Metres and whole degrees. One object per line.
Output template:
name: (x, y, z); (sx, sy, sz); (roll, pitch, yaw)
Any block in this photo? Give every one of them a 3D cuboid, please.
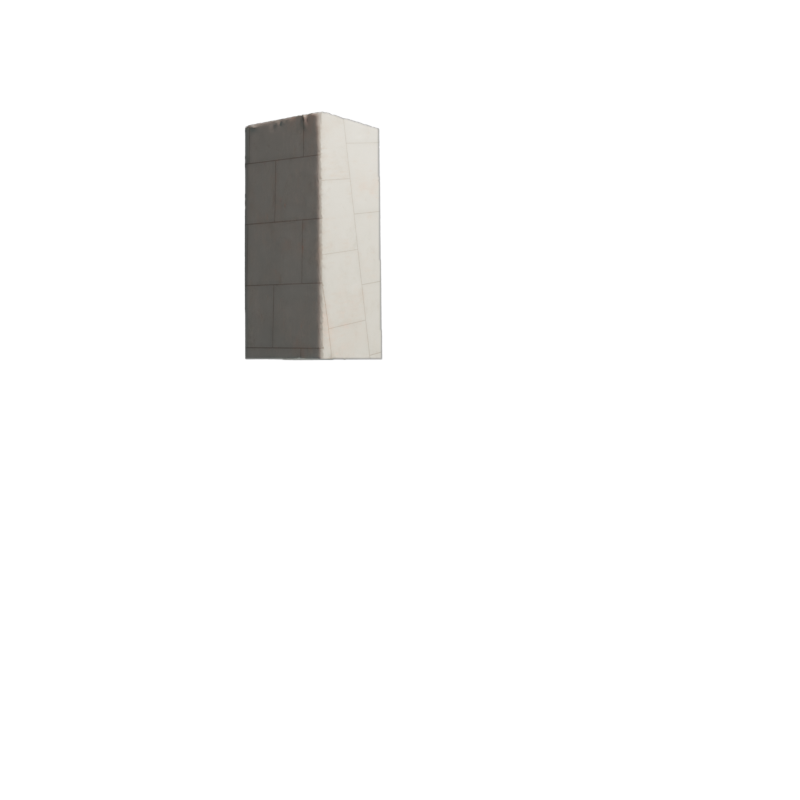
block: (-0.077, -0.139, 0.975); (0.094, 0.209, 0.086); (-4, -7, 36)
